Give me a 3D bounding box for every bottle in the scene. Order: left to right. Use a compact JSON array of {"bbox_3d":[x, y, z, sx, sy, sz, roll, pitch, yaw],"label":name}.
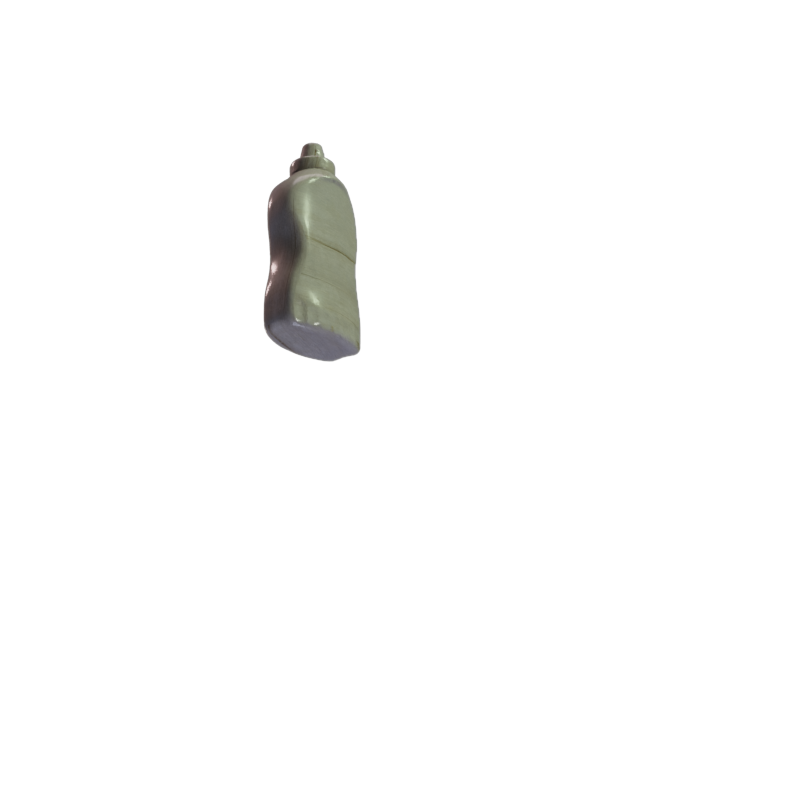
[{"bbox_3d":[-0.075,-0.136,0.956,0.059,0.203,0.090,-20,-30,34],"label":"bottle"}]
